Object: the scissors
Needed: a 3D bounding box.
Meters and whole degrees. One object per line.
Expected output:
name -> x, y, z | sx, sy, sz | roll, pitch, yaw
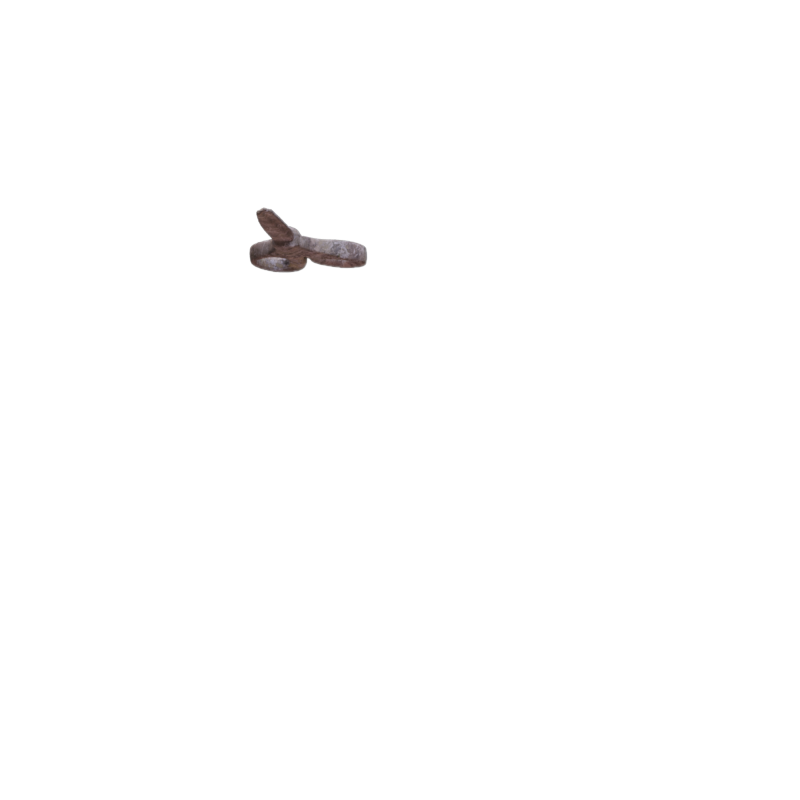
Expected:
scissors -> -0.060, -0.109, 0.763 | 0.095, 0.016, 0.201 | 0, -2, -12
